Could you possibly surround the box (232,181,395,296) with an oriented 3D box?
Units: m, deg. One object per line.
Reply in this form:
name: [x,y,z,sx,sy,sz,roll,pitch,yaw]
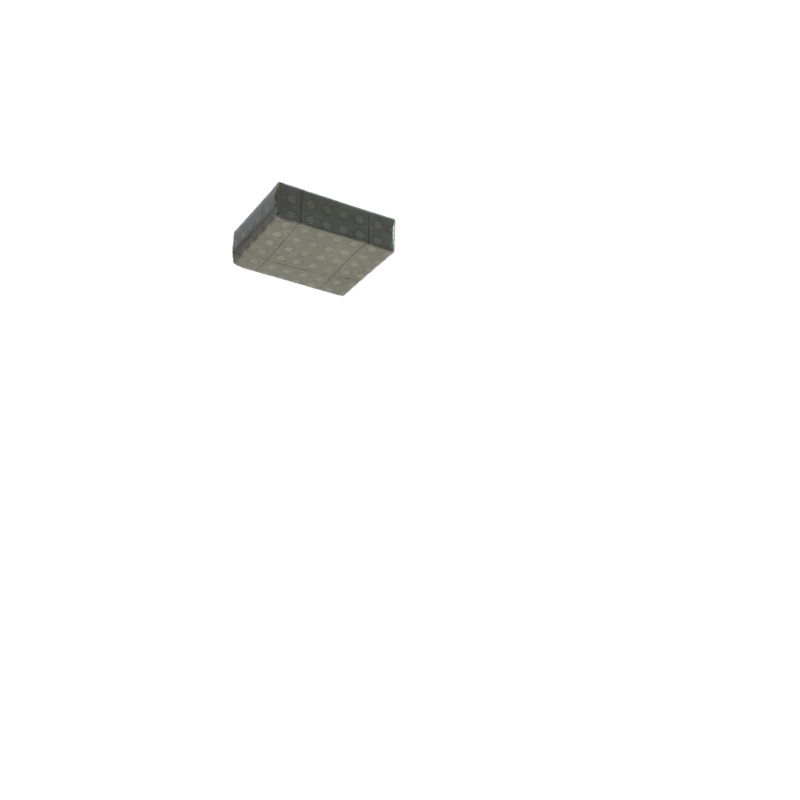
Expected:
box: [-0.073,-0.133,0.935,0.109,0.041,0.088,13,-29,-26]
